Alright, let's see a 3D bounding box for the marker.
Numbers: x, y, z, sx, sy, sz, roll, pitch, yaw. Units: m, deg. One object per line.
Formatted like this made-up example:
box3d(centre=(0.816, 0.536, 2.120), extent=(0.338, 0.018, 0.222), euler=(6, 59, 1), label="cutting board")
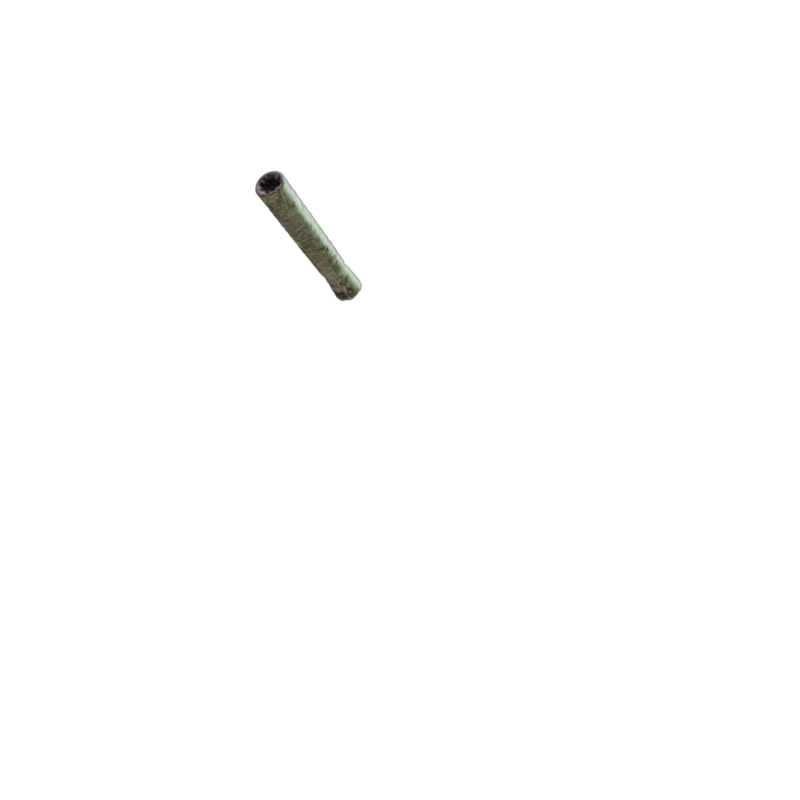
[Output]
box3d(centre=(-0.052, -0.096, 0.670), extent=(0.020, 0.021, 0.112), euler=(2, -28, 27), label="marker")
